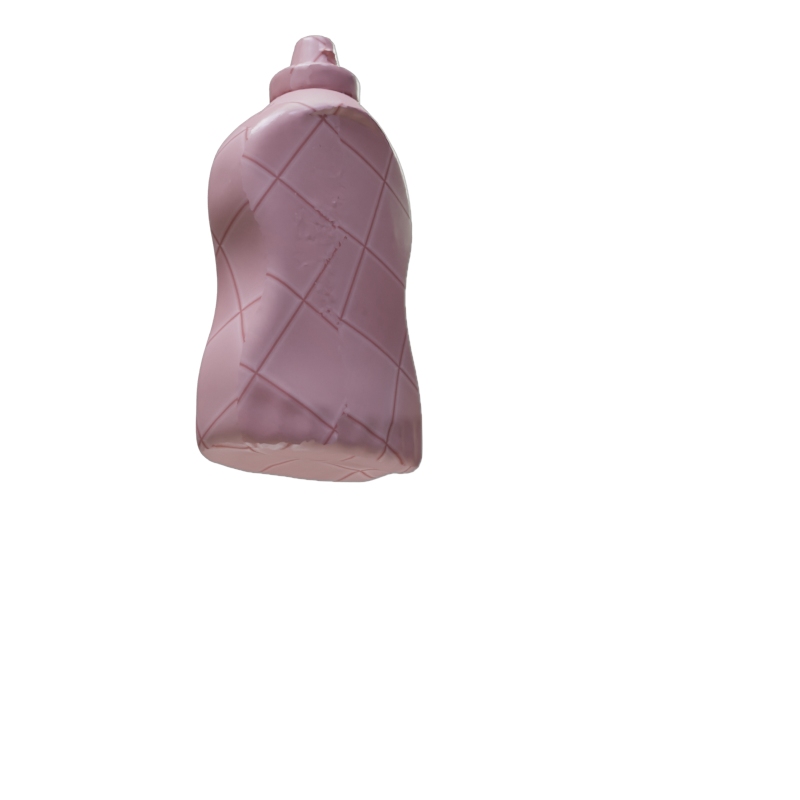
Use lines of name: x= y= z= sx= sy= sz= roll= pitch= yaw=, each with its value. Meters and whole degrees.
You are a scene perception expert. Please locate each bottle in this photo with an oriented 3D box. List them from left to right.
bottle: x=-0.036 y=-0.067 z=0.468 sx=0.091 sy=0.201 sz=0.059 roll=14 pitch=-25 yaw=-36
